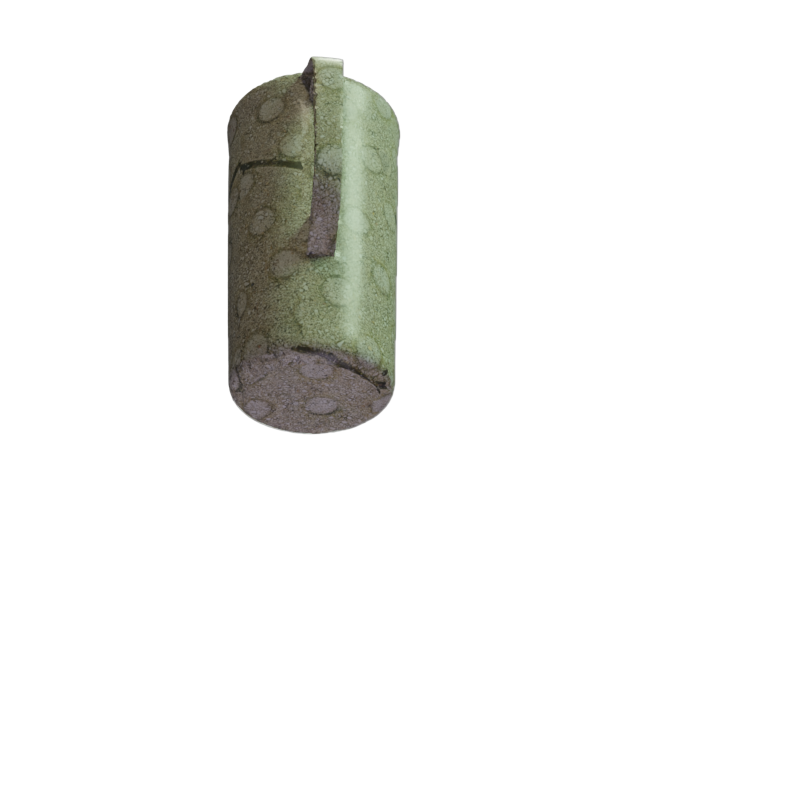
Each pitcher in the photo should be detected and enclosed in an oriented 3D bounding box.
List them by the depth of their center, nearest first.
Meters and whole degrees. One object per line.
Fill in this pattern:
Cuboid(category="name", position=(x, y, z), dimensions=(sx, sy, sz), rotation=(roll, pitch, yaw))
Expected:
Cuboid(category="pitcher", position=(-0.061, -0.111, 0.775), dimensions=(0.145, 0.260, 0.138), rotation=(-24, -41, 27))
